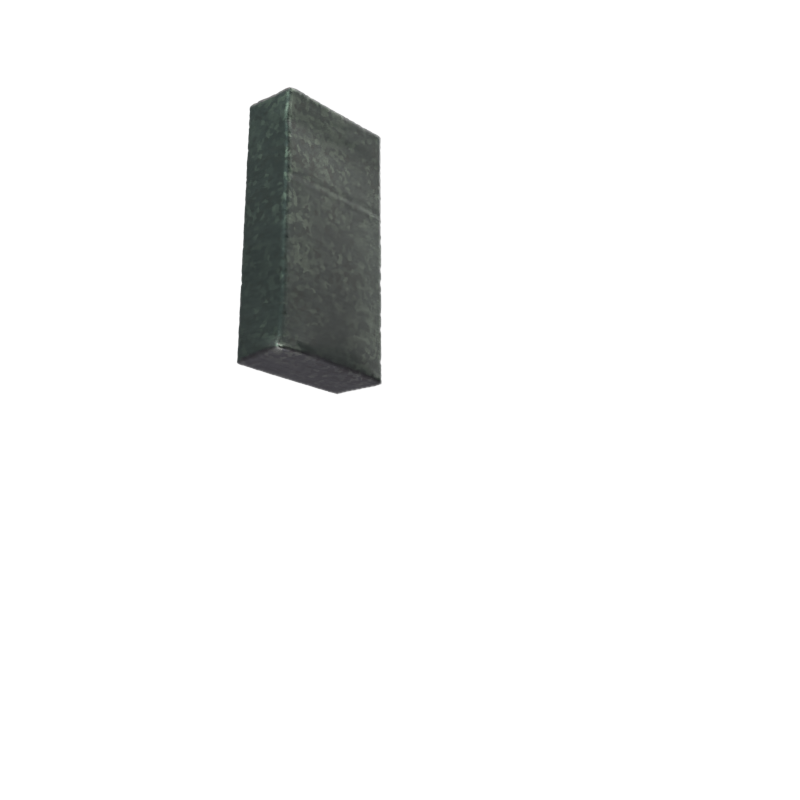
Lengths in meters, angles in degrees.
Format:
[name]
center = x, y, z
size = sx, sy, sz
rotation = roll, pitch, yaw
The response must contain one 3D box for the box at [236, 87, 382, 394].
[box]
center = -0.056, -0.101, 0.708
size = 0.048, 0.186, 0.087
rotation = -20, -29, 37
